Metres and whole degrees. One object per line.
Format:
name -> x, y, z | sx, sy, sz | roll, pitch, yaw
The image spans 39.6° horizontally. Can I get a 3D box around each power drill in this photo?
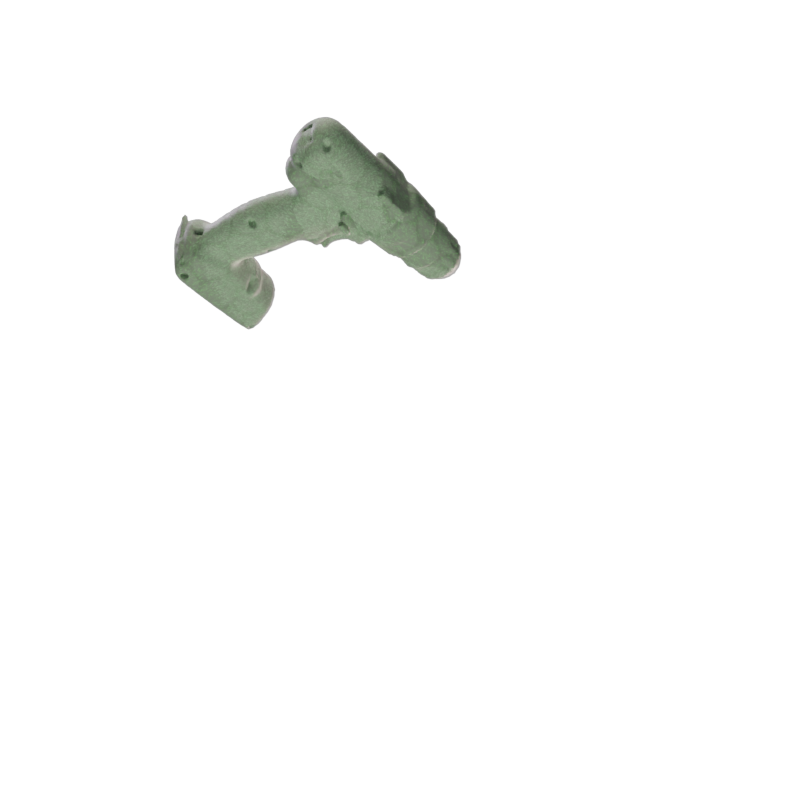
power drill -> -0.068, -0.124, 0.867 | 0.188, 0.062, 0.171 | -26, -46, 27
